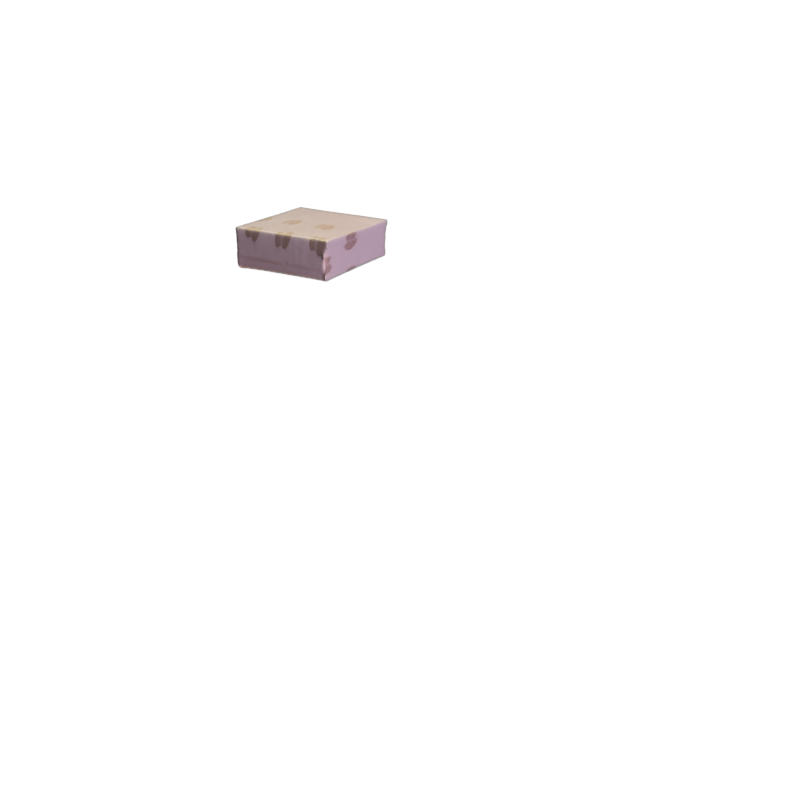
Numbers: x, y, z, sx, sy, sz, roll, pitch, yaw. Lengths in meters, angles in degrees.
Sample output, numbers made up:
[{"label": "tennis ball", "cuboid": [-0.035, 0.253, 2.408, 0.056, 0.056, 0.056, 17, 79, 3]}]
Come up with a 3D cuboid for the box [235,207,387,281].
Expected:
[{"label": "box", "cuboid": [-0.075, -0.136, 0.953, 0.093, 0.037, 0.114, 10, 23, 25]}]
